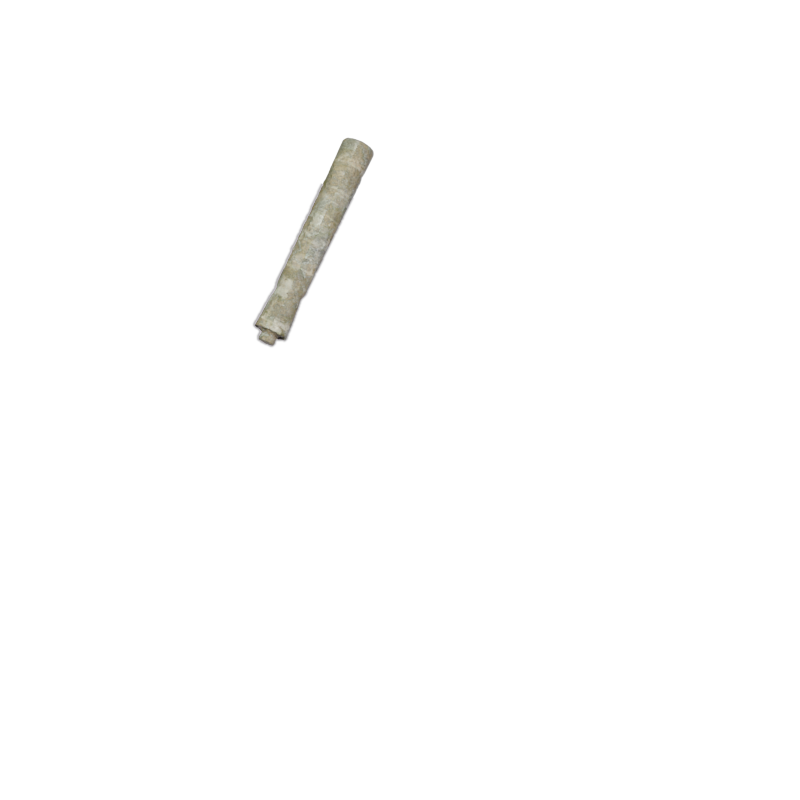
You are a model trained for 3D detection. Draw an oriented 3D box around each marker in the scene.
[{"bbox_3d":[-0.047,-0.085,0.595,0.020,0.124,0.019,23,-15,3],"label":"marker"}]
